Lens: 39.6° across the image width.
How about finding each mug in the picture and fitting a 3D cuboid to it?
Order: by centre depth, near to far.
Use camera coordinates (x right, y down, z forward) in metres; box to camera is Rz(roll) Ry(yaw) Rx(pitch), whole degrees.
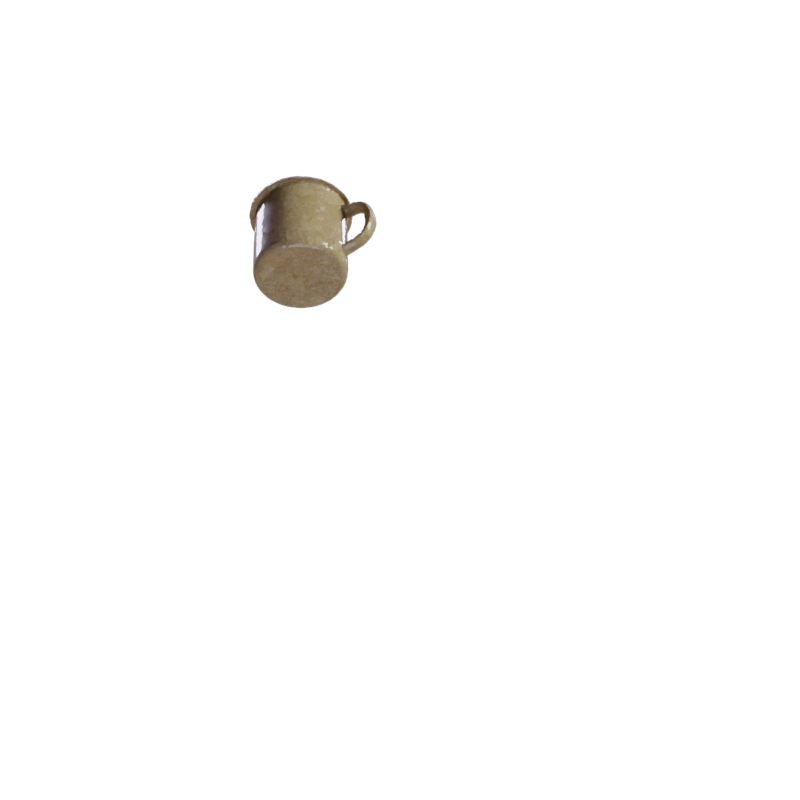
[{"bbox_3d":[-0.076,-0.138,0.966,0.118,0.087,0.086,-16,-46,14],"label":"mug"}]
